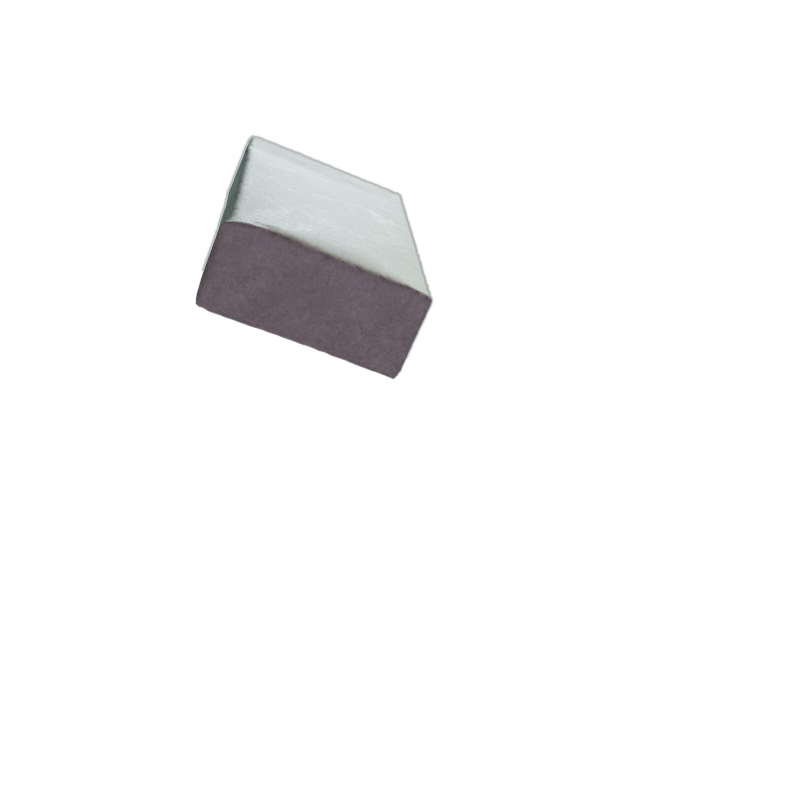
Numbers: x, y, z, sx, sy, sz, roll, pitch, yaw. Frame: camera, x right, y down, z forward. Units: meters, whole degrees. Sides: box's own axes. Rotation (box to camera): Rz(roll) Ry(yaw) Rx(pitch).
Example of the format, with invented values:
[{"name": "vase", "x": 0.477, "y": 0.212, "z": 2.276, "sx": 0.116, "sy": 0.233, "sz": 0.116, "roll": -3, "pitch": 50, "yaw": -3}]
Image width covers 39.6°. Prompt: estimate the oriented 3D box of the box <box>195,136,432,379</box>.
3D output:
[{"name": "box", "x": -0.042, "y": -0.076, "z": 0.534, "sx": 0.092, "sy": 0.047, "sz": 0.184, "roll": 20, "pitch": 18, "yaw": -10}]
